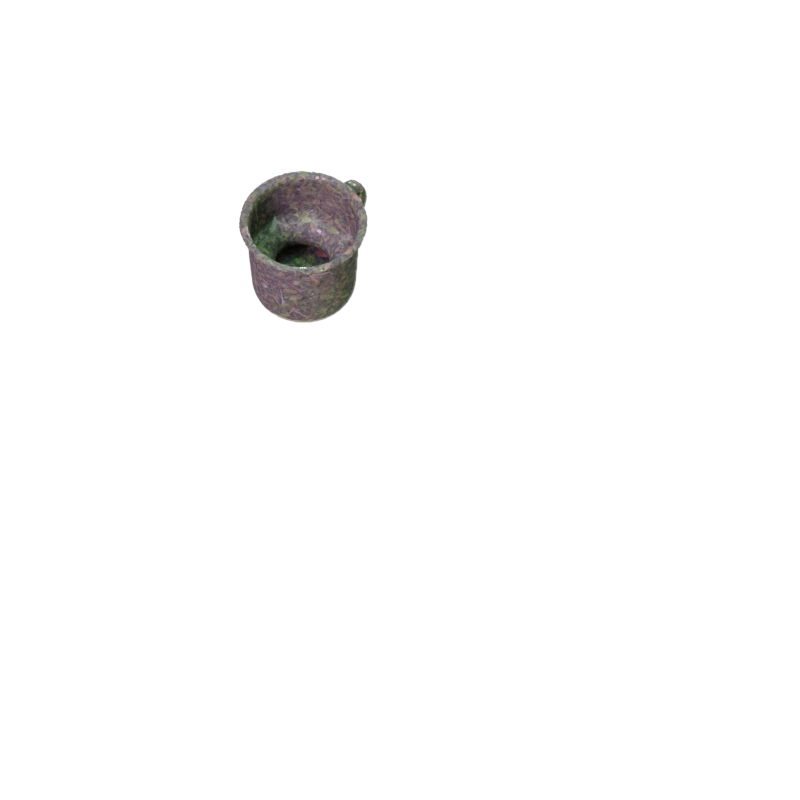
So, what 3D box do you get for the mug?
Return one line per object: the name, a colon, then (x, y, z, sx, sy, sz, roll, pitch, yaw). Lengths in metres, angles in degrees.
mug: (-0.066, -0.120, 0.842, 0.097, 0.120, 0.076, 31, -28, 17)
